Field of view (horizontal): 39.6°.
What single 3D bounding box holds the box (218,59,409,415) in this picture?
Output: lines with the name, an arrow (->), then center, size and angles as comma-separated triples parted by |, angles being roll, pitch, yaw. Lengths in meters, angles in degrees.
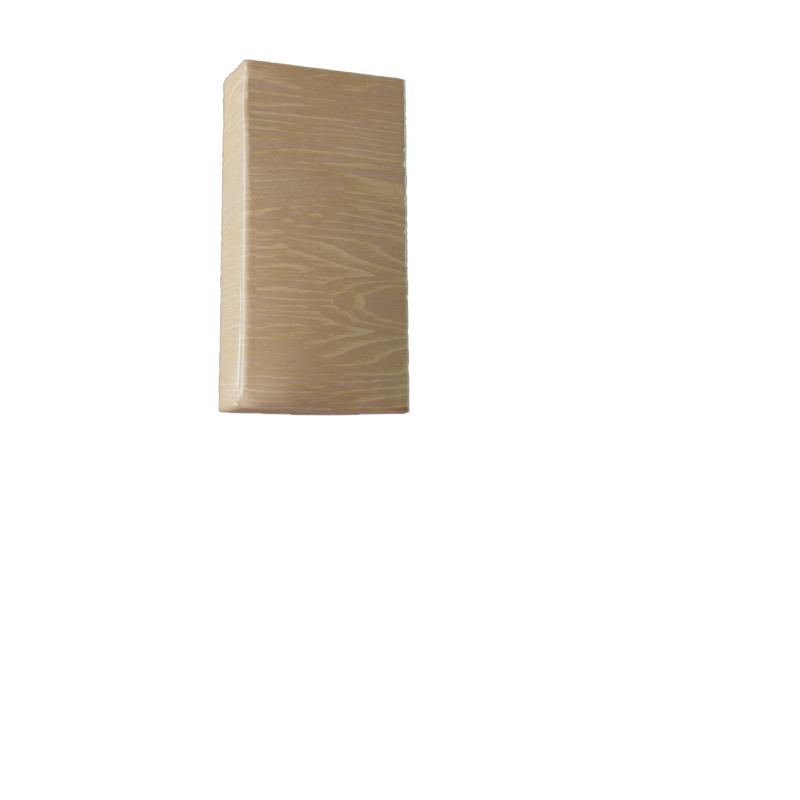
box -> -0.045, -0.082, 0.574 | 0.090, 0.181, 0.048 | 3, -11, -22
